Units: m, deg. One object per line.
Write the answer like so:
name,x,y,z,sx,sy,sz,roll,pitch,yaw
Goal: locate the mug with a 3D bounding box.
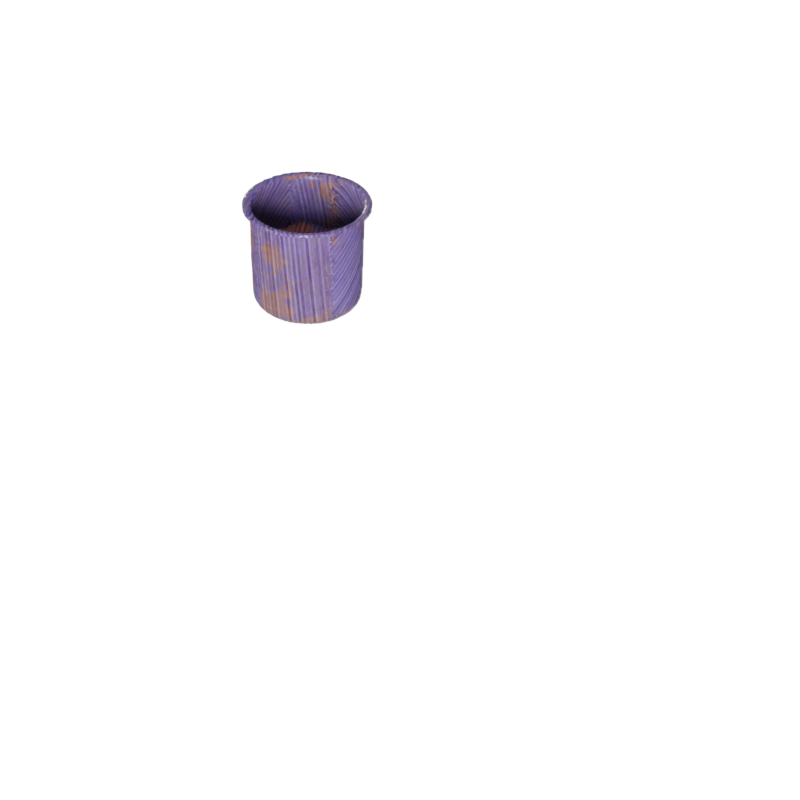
mug,-0.064,-0.117,0.819,0.096,0.076,0.122,12,38,14
